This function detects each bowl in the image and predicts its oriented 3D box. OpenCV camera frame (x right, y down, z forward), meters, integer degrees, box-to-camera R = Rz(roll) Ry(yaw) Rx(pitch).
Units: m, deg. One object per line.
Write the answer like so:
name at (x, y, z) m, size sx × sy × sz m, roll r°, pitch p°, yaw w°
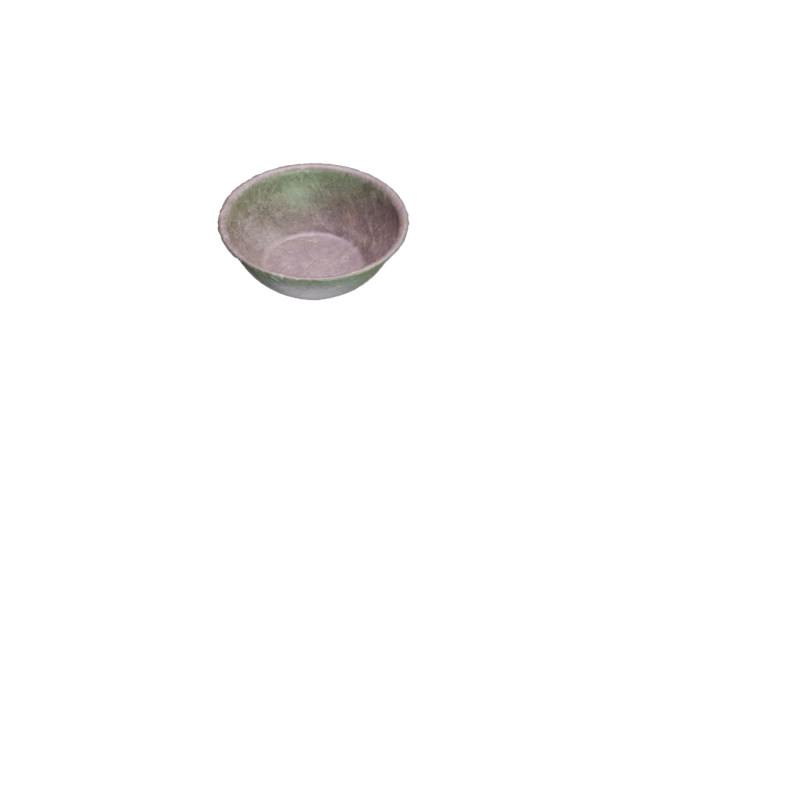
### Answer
bowl at (-0.075, -0.136, 0.953) m, size 0.162 × 0.051 × 0.174 m, roll -1°, pitch 44°, yaw -1°
